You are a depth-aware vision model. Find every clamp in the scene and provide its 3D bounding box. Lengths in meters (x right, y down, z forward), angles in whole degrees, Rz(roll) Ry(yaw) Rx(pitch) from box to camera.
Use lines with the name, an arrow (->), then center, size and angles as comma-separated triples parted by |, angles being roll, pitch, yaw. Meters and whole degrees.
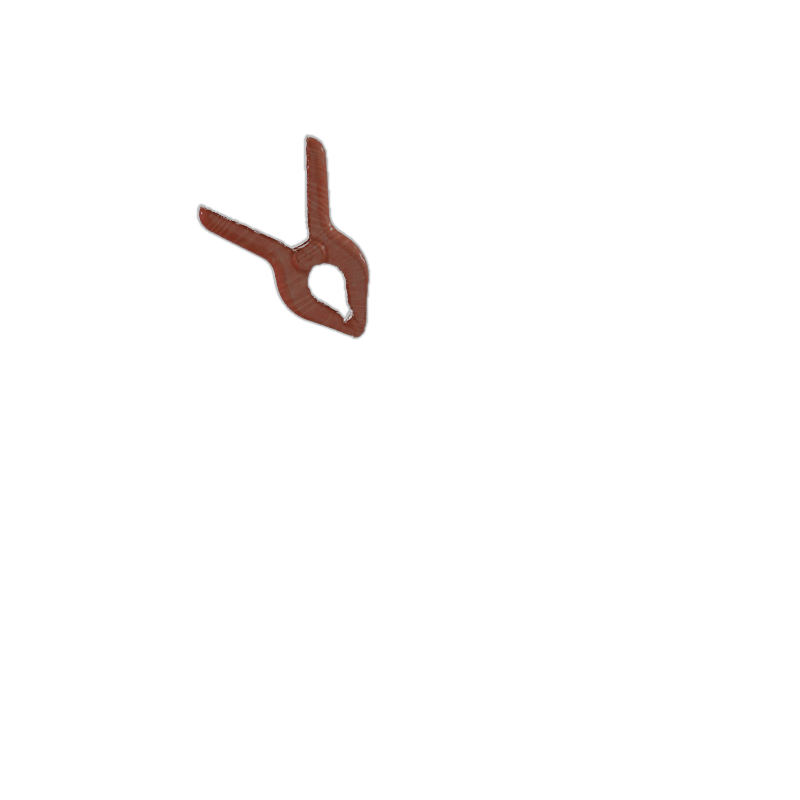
clamp -> -0.073, -0.133, 0.934 | 0.119, 0.167, 0.040 | -41, 9, 8
